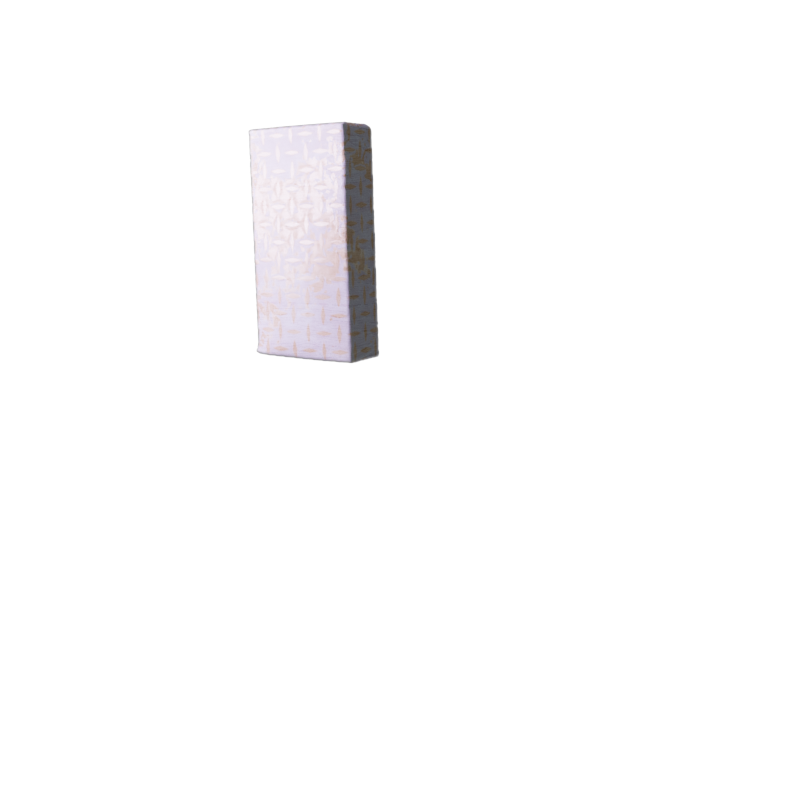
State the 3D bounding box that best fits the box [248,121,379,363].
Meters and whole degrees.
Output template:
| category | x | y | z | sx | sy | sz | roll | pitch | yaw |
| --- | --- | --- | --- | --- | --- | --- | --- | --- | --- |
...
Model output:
| category | x | y | z | sx | sy | sz | roll | pitch | yaw |
| --- | --- | --- | --- | --- | --- | --- | --- | --- | --- |
| box | -0.066 | -0.120 | 0.844 | 0.097 | 0.176 | 0.046 | 2 | 2 | 35 |
